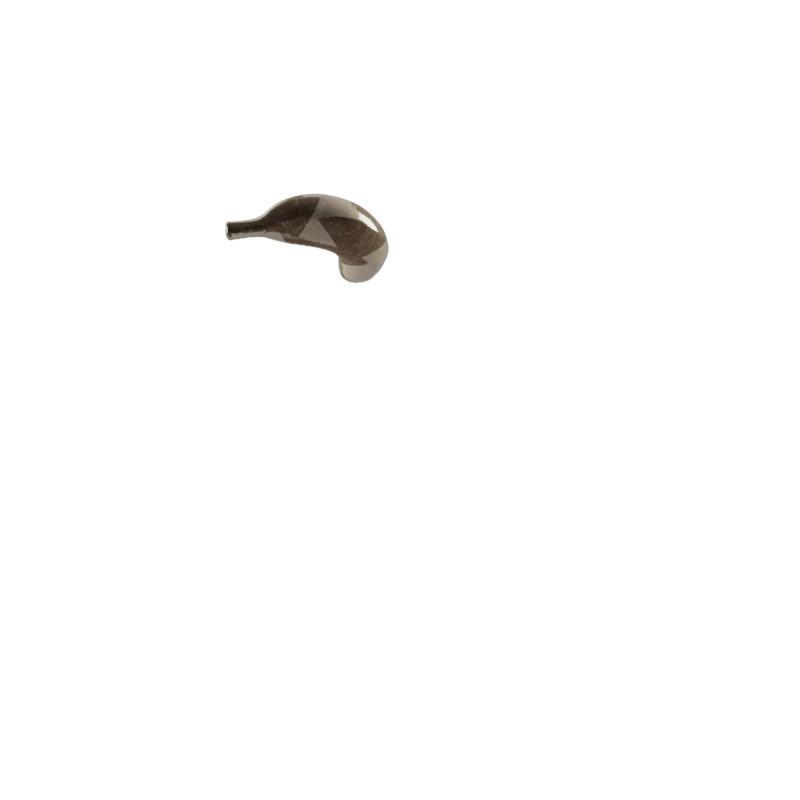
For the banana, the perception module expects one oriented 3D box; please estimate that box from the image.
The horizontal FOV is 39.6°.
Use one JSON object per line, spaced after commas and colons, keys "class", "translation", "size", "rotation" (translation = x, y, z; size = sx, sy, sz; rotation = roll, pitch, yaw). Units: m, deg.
{"class": "banana", "translation": [-0.046, -0.114, 0.777], "size": [0.071, 0.038, 0.188], "rotation": [-3, -6, 23]}
